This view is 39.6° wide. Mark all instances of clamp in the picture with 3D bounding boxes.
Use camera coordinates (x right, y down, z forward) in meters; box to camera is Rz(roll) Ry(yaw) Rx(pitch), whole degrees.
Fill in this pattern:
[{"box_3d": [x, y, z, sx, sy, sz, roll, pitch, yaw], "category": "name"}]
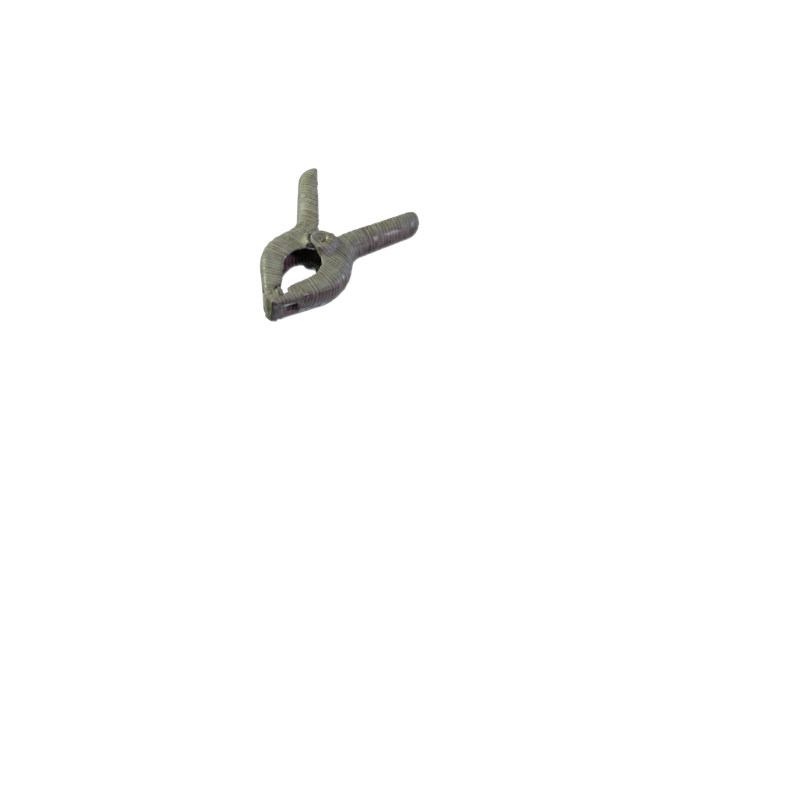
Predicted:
[{"box_3d": [-0.077, -0.140, 0.979, 0.127, 0.036, 0.174, 28, 52, 25], "category": "clamp"}]
